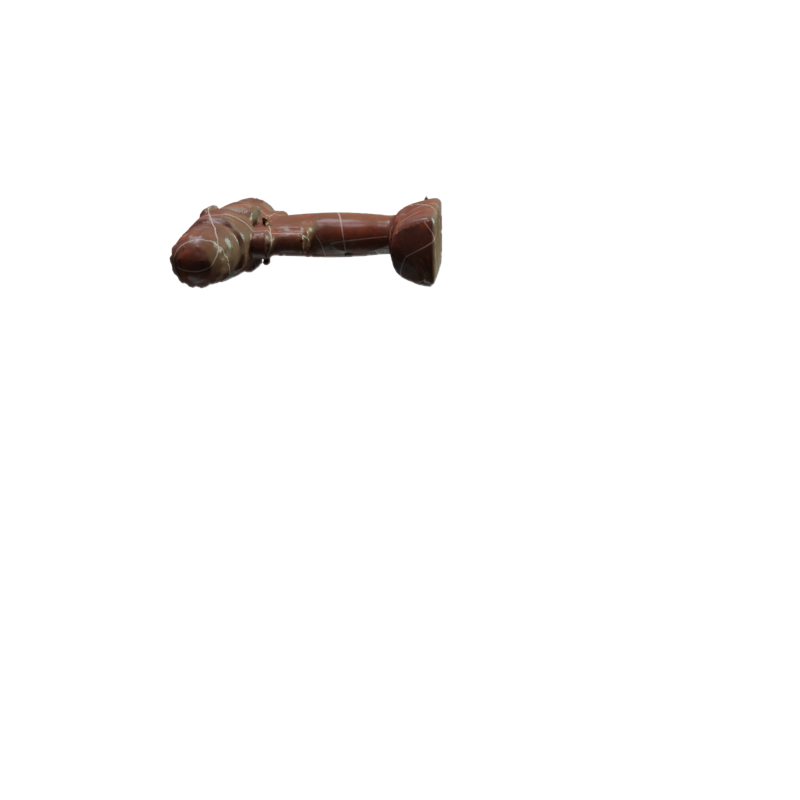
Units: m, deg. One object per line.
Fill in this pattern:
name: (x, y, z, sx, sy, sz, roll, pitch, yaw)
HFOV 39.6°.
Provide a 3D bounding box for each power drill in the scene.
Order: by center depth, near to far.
power drill: (-0.065, -0.118, 0.829, 0.190, 0.055, 0.189, 3, 19, 8)
